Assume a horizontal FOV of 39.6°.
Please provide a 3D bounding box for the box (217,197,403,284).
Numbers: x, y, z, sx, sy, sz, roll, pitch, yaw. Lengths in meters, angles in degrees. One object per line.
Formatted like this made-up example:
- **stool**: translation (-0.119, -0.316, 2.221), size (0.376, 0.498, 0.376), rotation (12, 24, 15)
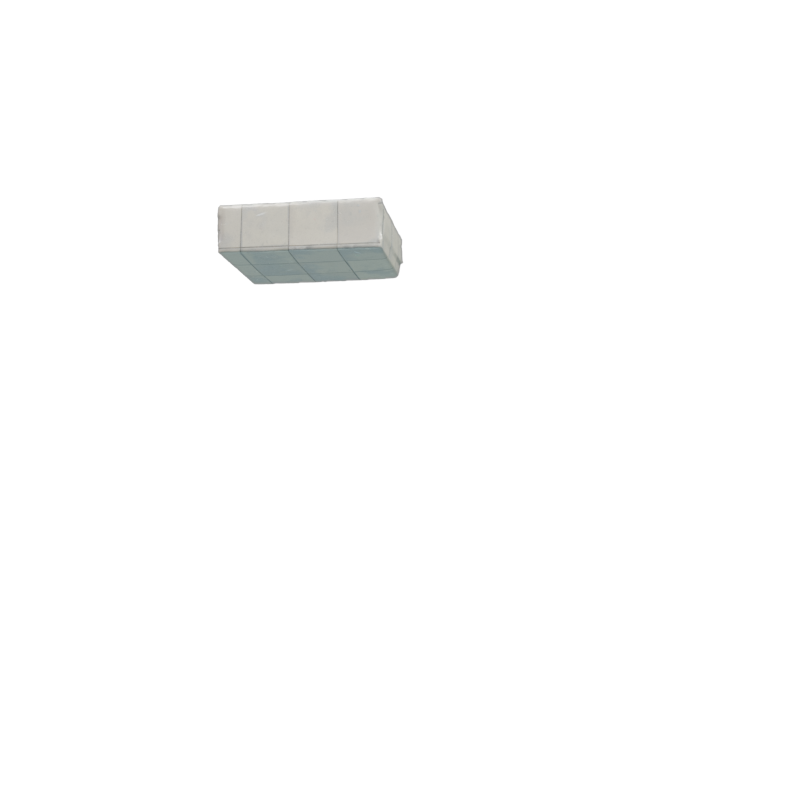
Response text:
- **box**: translation (-0.047, -0.086, 0.605), size (0.090, 0.031, 0.070), rotation (-2, -8, 10)
